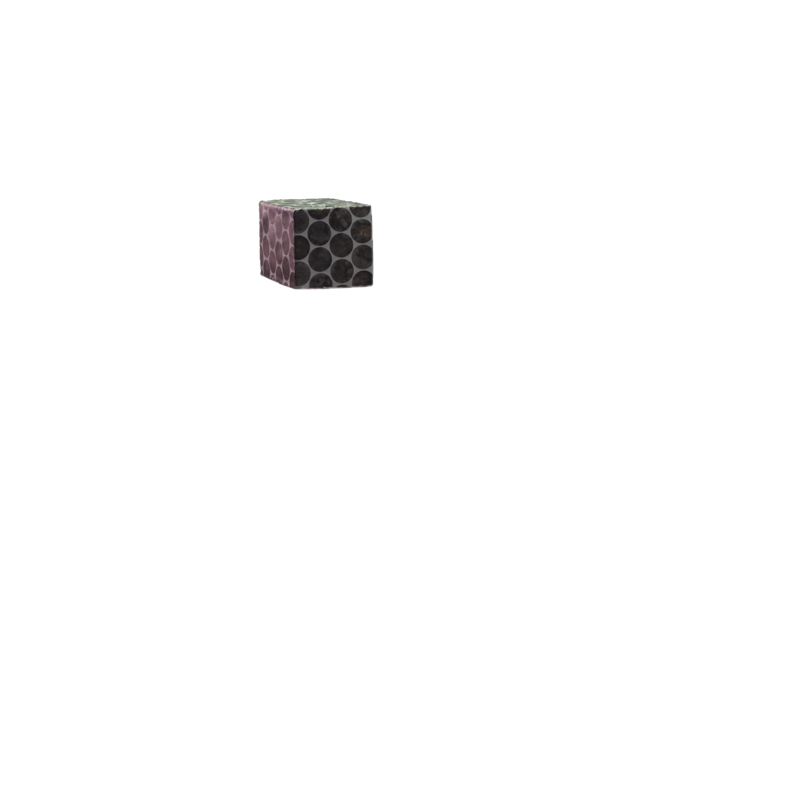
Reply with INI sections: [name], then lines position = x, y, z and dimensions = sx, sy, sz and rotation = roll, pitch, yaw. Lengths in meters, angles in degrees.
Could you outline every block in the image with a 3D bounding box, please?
[block]
position = -0.056, -0.102, 0.713
dimensions = 0.051, 0.050, 0.082
rotation = -4, 12, -23
